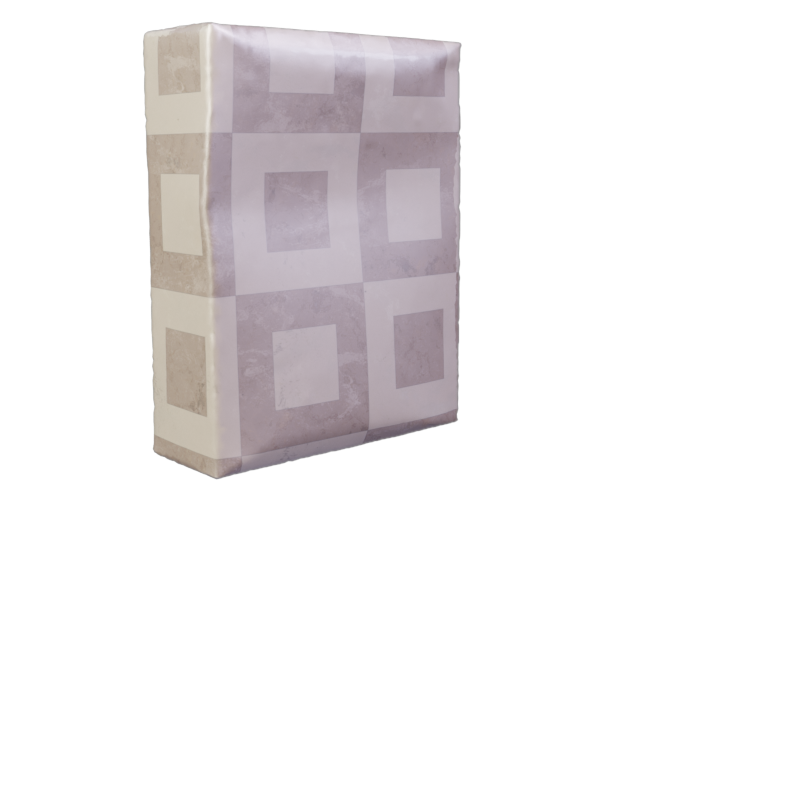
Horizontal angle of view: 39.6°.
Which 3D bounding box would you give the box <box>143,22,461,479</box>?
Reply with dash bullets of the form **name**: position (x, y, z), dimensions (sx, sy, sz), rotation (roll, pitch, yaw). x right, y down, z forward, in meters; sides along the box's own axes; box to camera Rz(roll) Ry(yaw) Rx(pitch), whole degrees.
- **box**: position (-0.045, -0.083, 0.578), dimensions (0.159, 0.211, 0.075), rotation (-6, 9, -39)
